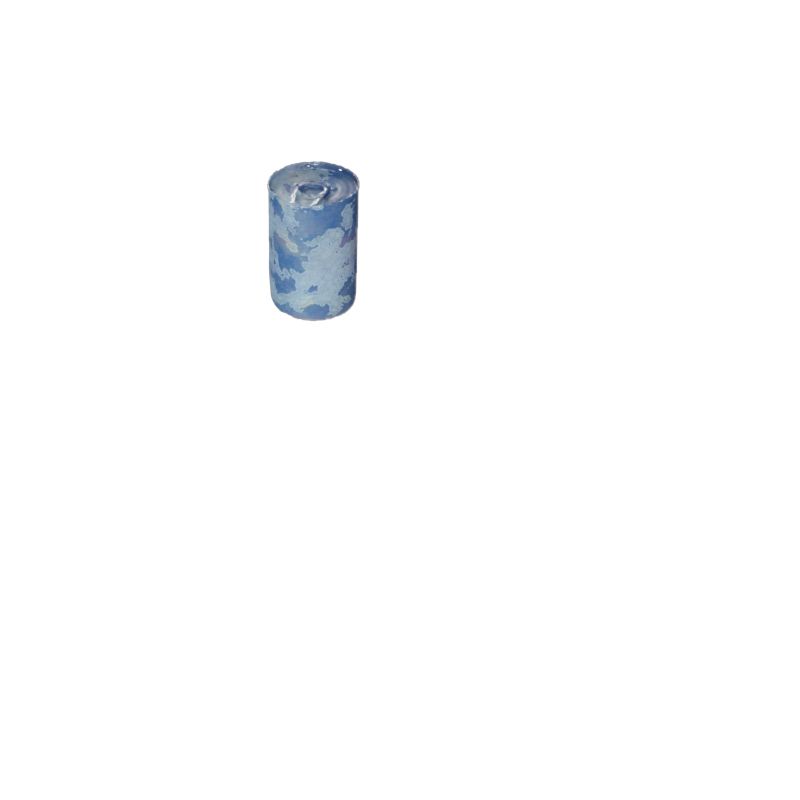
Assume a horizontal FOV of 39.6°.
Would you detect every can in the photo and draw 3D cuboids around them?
[{"bbox_3d":[-0.065,-0.119,0.837,0.068,0.096,0.073,0,35,-3],"label":"can"}]
